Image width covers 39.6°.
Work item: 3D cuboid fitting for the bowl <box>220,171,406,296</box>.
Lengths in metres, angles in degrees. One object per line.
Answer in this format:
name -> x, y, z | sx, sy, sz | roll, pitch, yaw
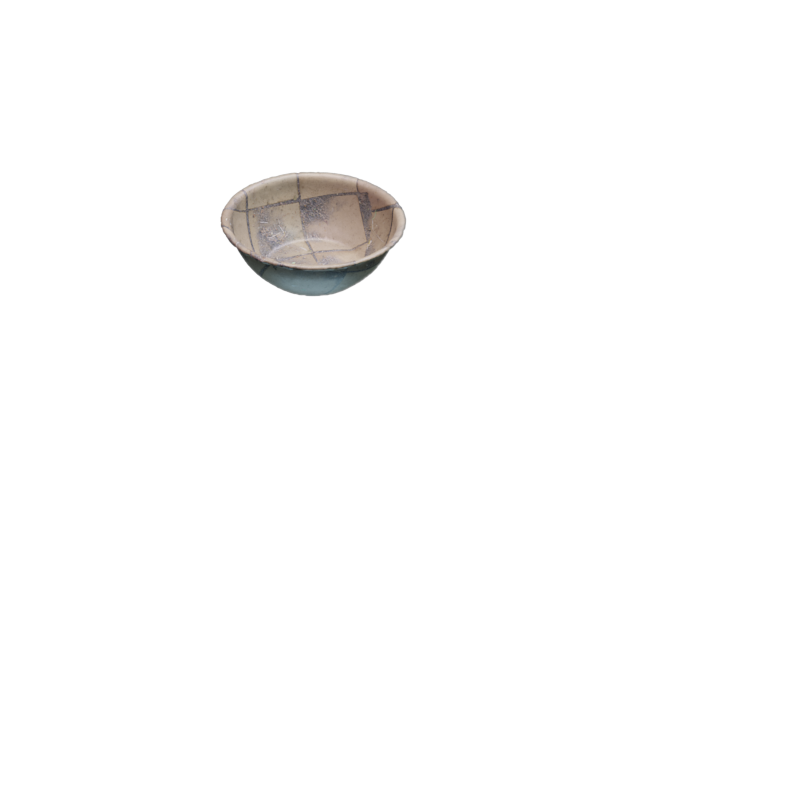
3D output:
bowl -> -0.077, -0.140, 0.982 | 0.162, 0.051, 0.173 | -1, 38, -2
